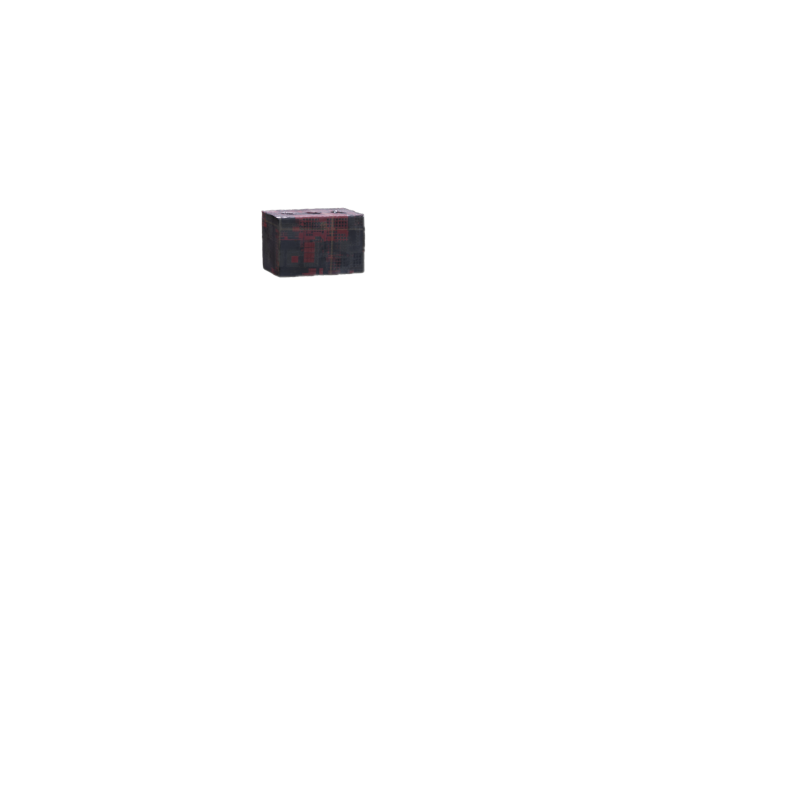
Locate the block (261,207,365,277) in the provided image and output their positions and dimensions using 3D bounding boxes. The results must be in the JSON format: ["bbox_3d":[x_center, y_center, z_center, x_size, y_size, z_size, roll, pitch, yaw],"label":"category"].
[{"bbox_3d":[-0.073,-0.134,0.938,0.076,0.050,0.055,-5,13,-20],"label":"block"}]
